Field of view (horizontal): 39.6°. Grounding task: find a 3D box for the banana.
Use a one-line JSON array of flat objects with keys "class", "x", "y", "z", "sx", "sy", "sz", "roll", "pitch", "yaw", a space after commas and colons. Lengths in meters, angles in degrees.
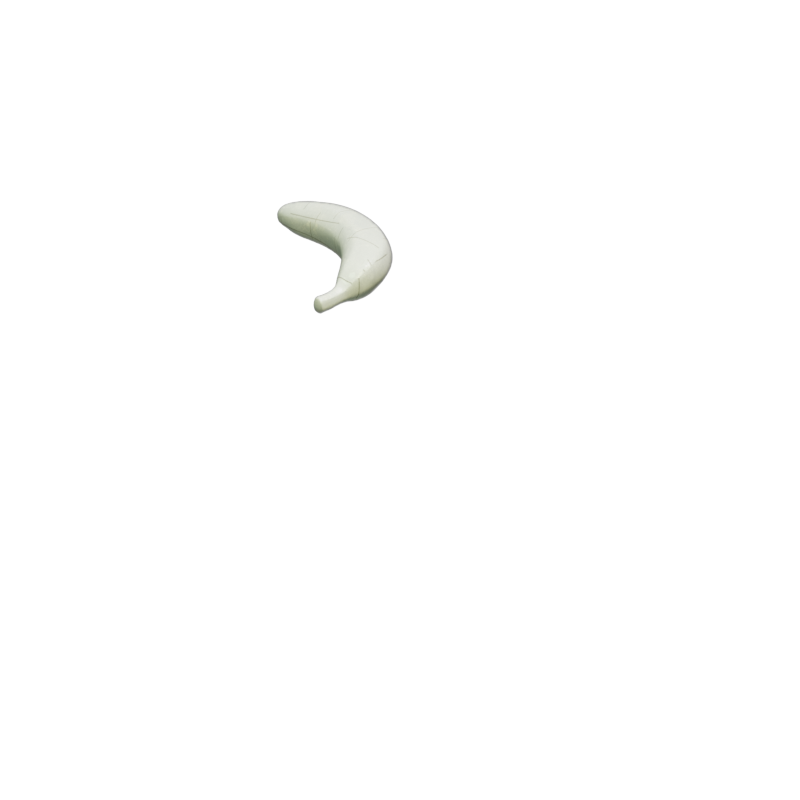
[{"class": "banana", "x": -0.047, "y": -0.120, "z": 0.839, "sx": 0.069, "sy": 0.035, "sz": 0.210, "roll": -5, "pitch": 26, "yaw": -11}]
